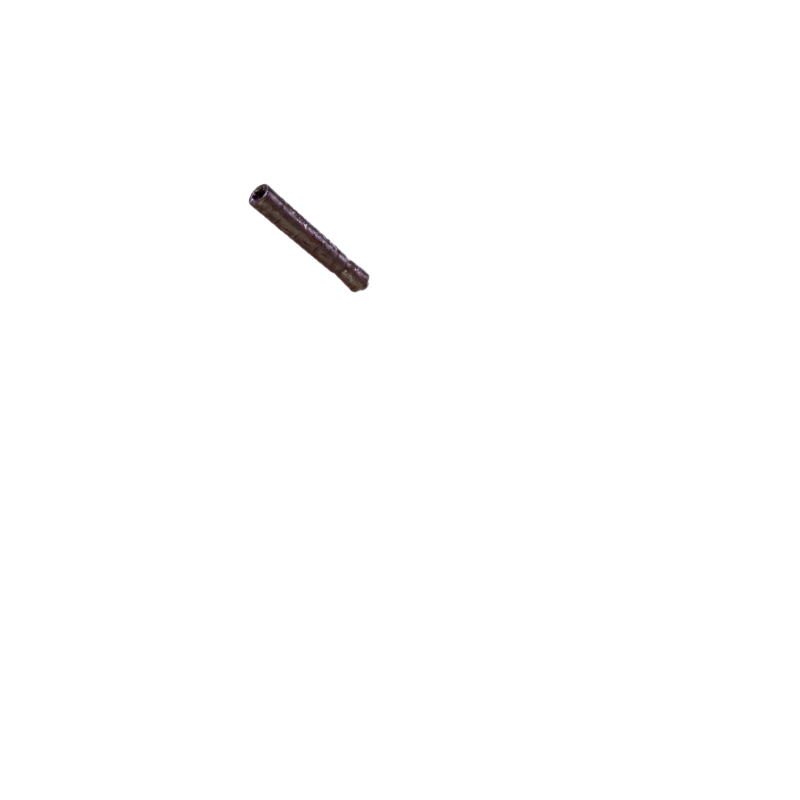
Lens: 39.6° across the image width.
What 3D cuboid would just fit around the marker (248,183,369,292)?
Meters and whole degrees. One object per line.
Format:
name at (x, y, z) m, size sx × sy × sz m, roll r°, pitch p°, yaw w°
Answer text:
marker at (-0.063, -0.115, 0.809) m, size 0.113 × 0.020 × 0.021 m, roll 38°, pitch -22°, yaw -34°
